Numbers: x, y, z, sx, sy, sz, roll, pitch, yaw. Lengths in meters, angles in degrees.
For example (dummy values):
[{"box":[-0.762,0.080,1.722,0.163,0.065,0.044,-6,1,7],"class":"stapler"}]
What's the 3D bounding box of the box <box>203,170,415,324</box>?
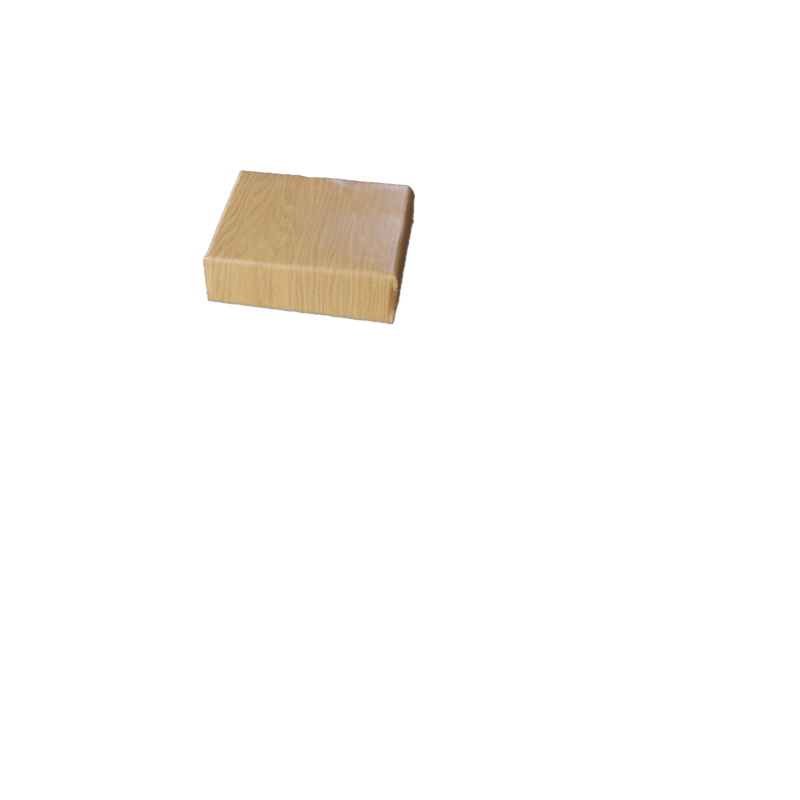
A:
[{"box":[-0.041,-0.075,0.523,0.090,0.028,0.077,6,42,6],"class":"box"}]
